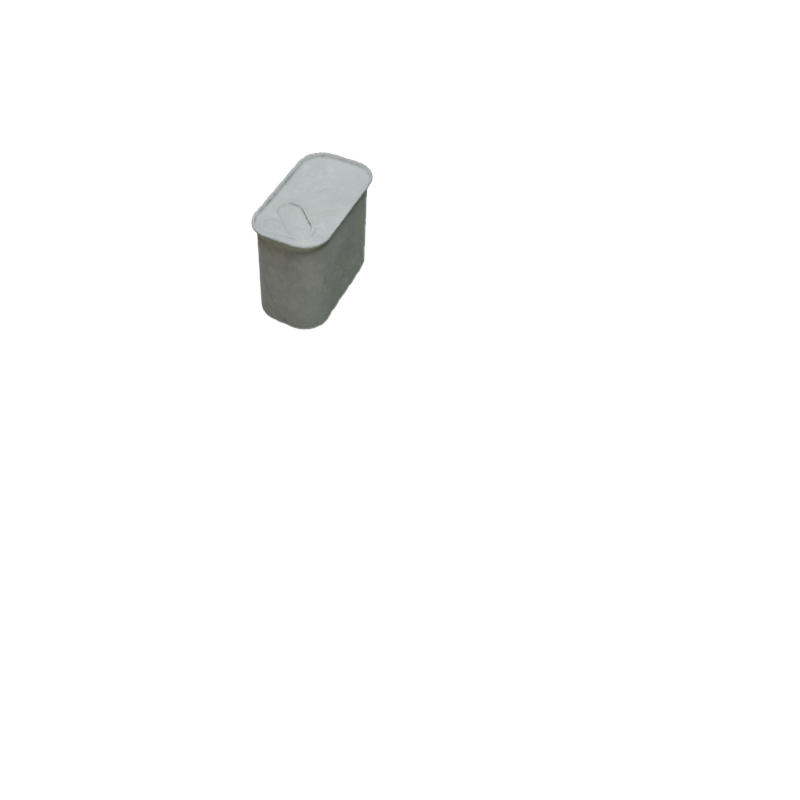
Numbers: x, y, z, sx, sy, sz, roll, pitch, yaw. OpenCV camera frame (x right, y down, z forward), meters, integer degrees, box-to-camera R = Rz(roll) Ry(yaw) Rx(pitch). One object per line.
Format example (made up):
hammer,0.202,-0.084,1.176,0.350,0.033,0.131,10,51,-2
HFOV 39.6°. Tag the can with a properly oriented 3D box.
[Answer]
can,-0.062,-0.114,0.797,0.059,0.078,0.106,19,48,15
